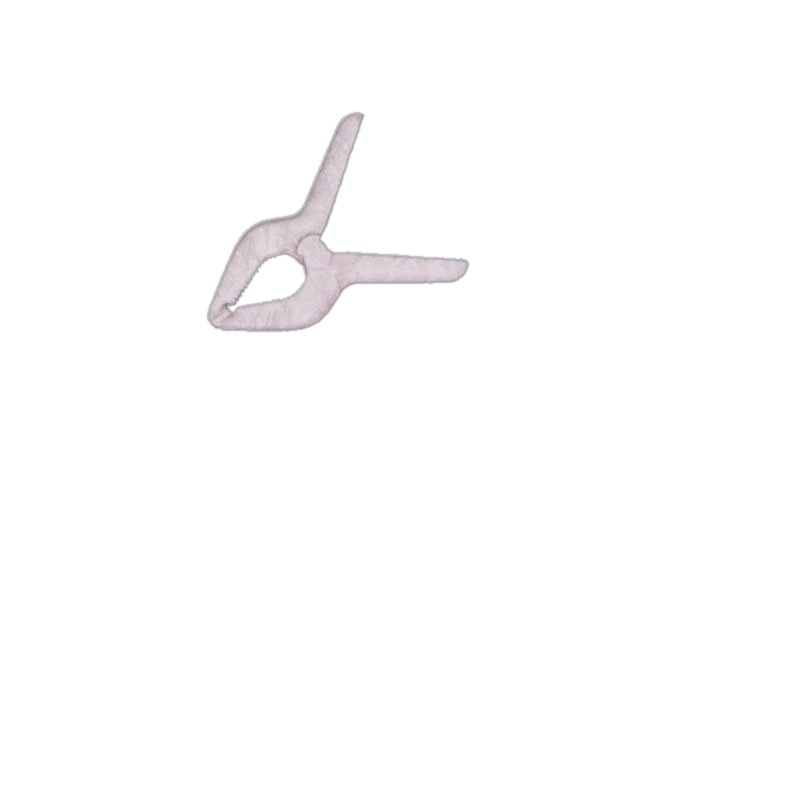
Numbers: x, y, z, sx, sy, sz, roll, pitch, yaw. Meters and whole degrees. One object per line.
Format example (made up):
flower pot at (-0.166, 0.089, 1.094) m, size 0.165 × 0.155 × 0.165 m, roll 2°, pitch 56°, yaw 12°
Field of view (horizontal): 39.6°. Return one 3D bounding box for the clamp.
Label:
clamp at (-0.072, -0.131, 0.914) m, size 0.210 × 0.169 × 0.035 m, roll -27°, pitch -10°, yaw -6°
